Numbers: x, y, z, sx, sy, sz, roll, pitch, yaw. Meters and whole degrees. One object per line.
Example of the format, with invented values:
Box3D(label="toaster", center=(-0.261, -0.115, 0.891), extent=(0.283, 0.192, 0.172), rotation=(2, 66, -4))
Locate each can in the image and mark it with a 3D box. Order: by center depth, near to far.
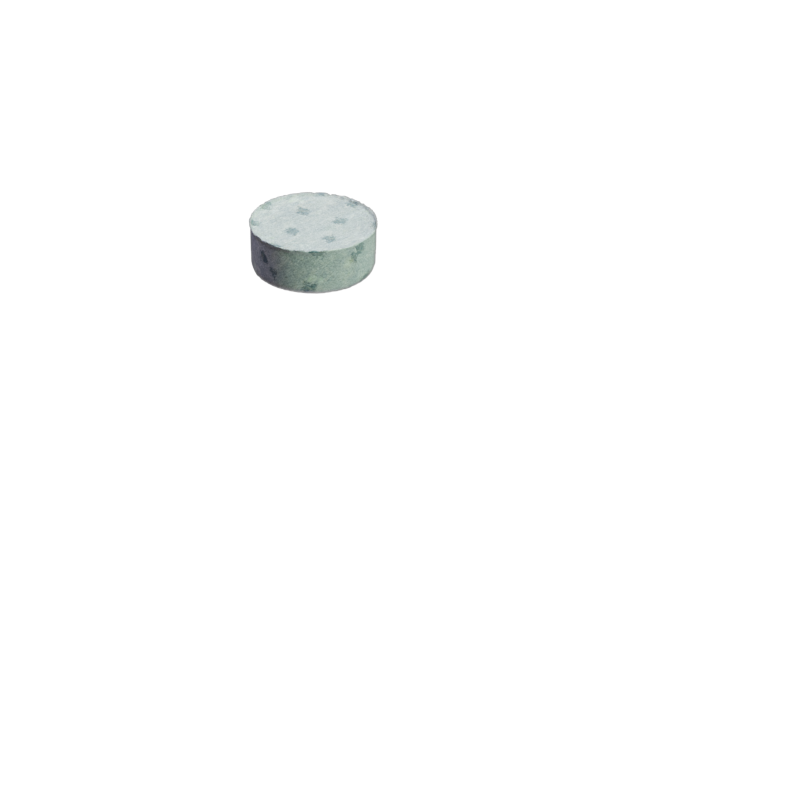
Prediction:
Box3D(label="can", center=(-0.058, -0.106, 0.745), extent=(0.086, 0.031, 0.092), rotation=(-1, 34, -2))
